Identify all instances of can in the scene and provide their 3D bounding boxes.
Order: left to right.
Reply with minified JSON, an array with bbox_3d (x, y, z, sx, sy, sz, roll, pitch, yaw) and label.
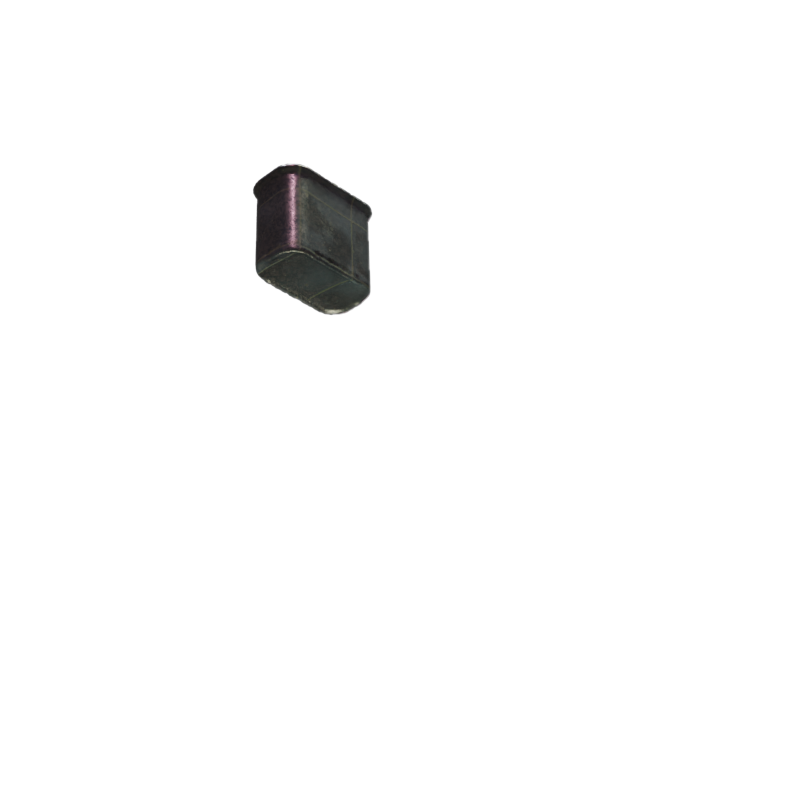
[{"bbox_3d":[-0.069,-0.126,0.885,0.095,0.090,0.057,28,-44,-37],"label":"can"}]
